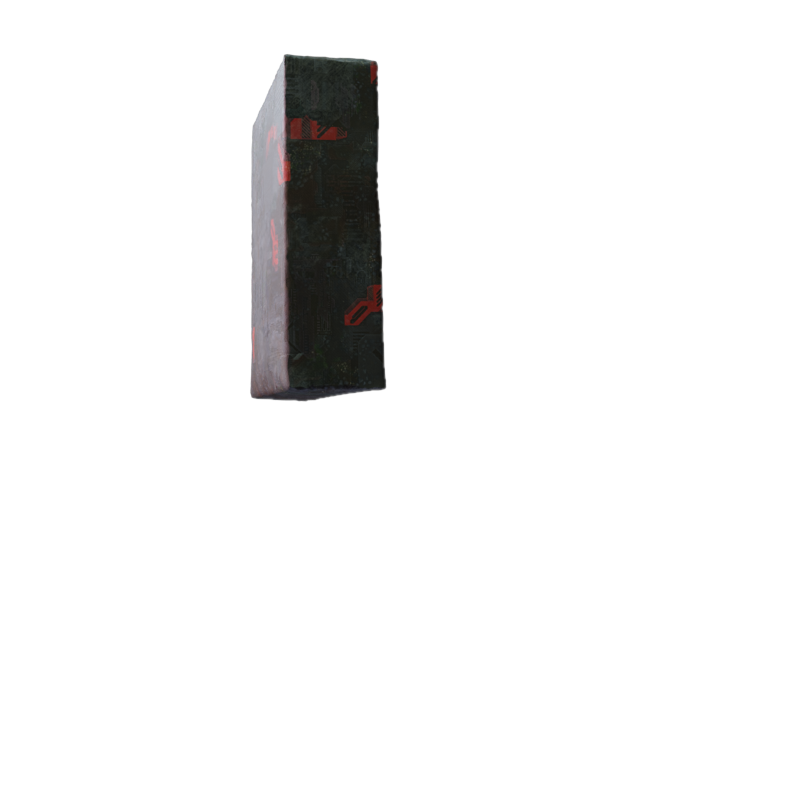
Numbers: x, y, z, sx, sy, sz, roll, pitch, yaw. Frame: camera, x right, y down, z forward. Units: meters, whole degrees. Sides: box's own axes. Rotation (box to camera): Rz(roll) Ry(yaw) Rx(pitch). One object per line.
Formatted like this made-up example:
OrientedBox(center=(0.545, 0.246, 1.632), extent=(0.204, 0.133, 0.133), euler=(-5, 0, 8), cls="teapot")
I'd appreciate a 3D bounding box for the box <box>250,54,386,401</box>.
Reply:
OrientedBox(center=(-0.060, -0.109, 0.766), extent=(0.071, 0.219, 0.164), euler=(2, -7, -14), cls="box")
